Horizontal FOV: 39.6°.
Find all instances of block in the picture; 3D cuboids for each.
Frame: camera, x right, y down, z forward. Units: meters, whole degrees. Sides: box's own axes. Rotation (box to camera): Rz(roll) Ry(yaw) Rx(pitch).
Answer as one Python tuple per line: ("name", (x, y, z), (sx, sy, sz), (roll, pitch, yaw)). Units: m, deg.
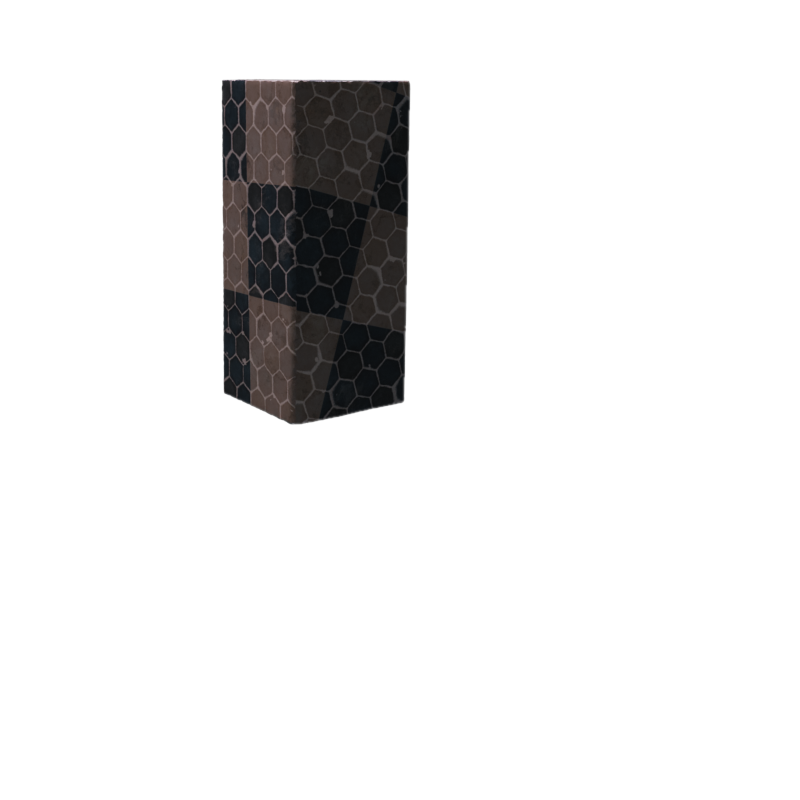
("block", (-0.055, -0.101, 0.711), (0.087, 0.202, 0.095), (-6, 12, -36))
